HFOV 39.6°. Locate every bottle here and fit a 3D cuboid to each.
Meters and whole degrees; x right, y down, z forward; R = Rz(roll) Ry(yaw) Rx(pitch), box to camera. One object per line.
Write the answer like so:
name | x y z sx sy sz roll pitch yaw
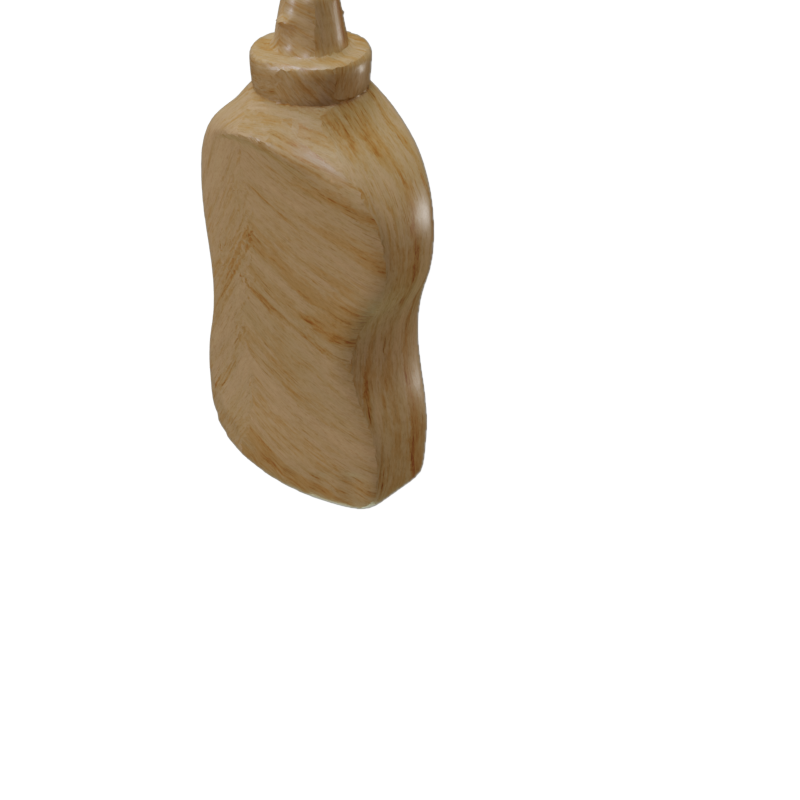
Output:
bottle | -0.032 -0.058 0.405 0.058 0.180 0.103 -26 43 -37
